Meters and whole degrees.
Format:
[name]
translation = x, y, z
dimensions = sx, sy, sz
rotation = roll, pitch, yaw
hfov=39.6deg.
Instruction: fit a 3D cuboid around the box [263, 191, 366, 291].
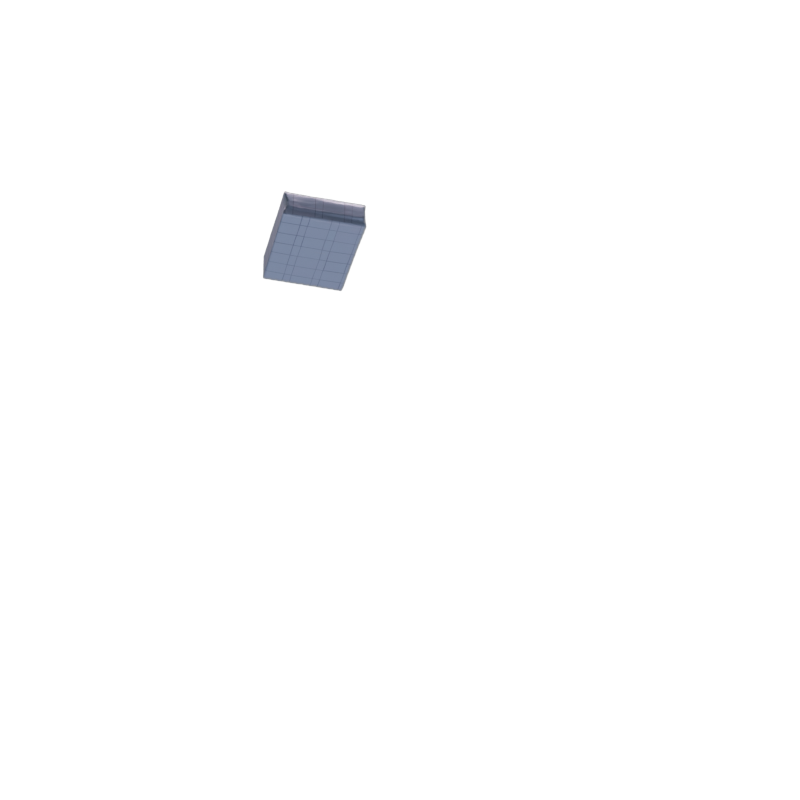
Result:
[box]
translation = -0.075, -0.138, 0.963
dimensions = 0.072, 0.032, 0.085
rotation = 9, -40, -12
